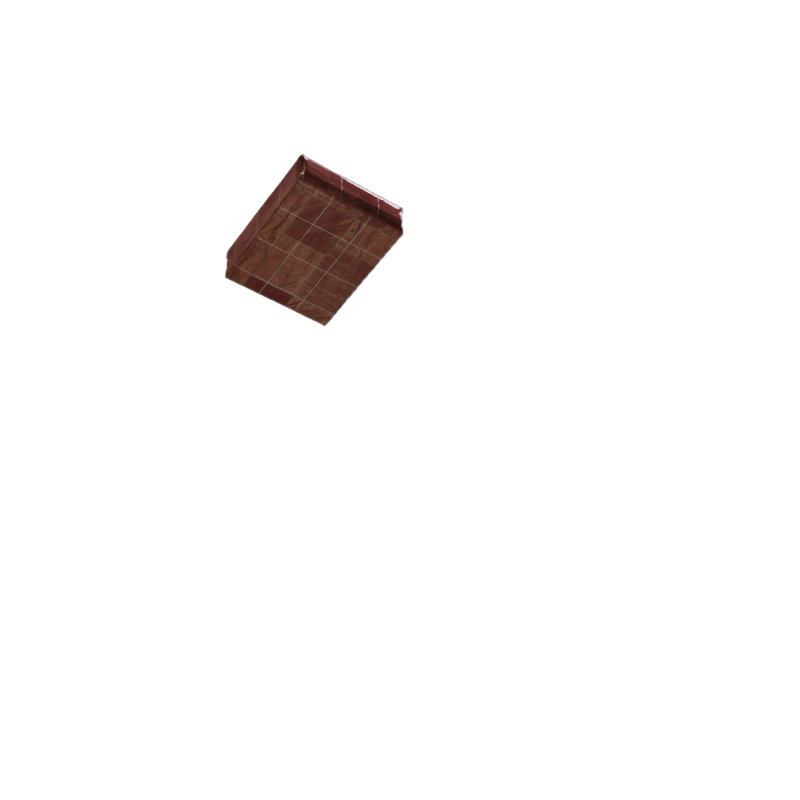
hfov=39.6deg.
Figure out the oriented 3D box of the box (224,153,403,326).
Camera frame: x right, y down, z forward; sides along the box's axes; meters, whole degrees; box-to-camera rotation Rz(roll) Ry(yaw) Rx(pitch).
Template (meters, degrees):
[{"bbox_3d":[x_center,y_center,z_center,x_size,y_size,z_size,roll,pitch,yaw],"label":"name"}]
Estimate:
[{"bbox_3d":[-0.052,-0.095,0.663,0.070,0.032,0.087,27,-55,-22],"label":"box"}]
